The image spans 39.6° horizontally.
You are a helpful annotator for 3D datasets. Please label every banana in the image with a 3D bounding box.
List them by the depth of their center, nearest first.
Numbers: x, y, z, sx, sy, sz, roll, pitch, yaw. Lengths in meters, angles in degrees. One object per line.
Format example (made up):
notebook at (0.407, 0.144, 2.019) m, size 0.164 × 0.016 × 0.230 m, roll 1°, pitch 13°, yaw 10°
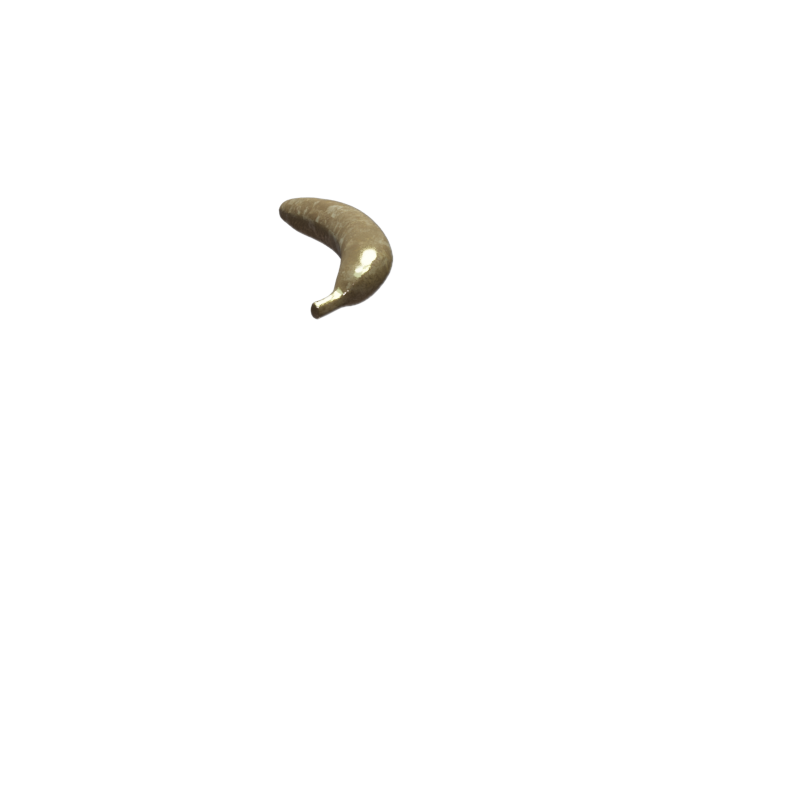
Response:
banana at (-0.046, -0.117, 0.824) m, size 0.069 × 0.035 × 0.211 m, roll -5°, pitch 28°, yaw -10°
